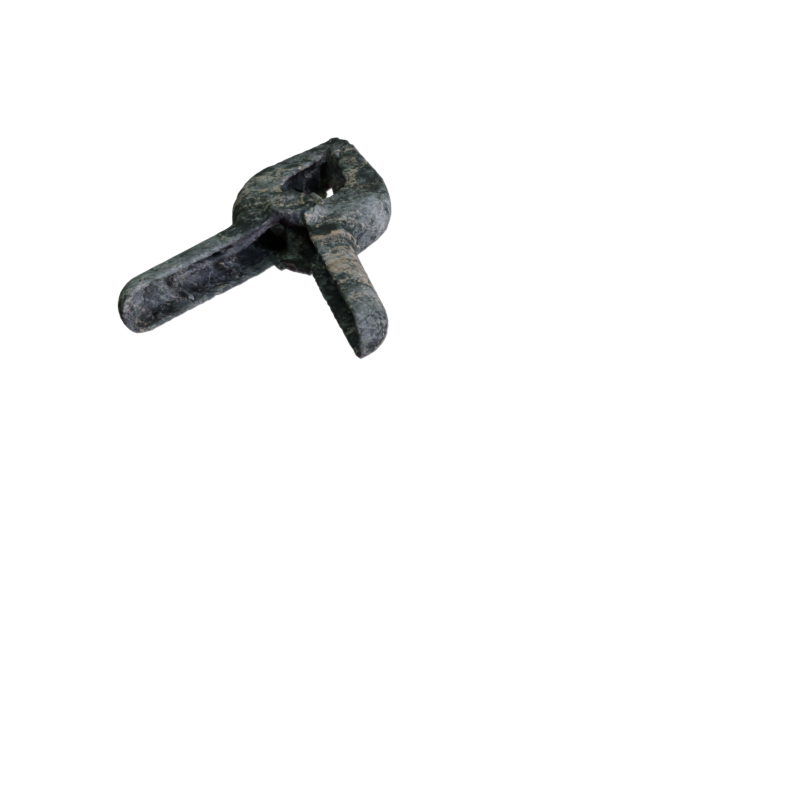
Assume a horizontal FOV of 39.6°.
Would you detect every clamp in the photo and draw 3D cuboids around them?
[{"bbox_3d":[-0.041,-0.075,0.527,0.124,0.037,0.177,15,42,17],"label":"clamp"}]
